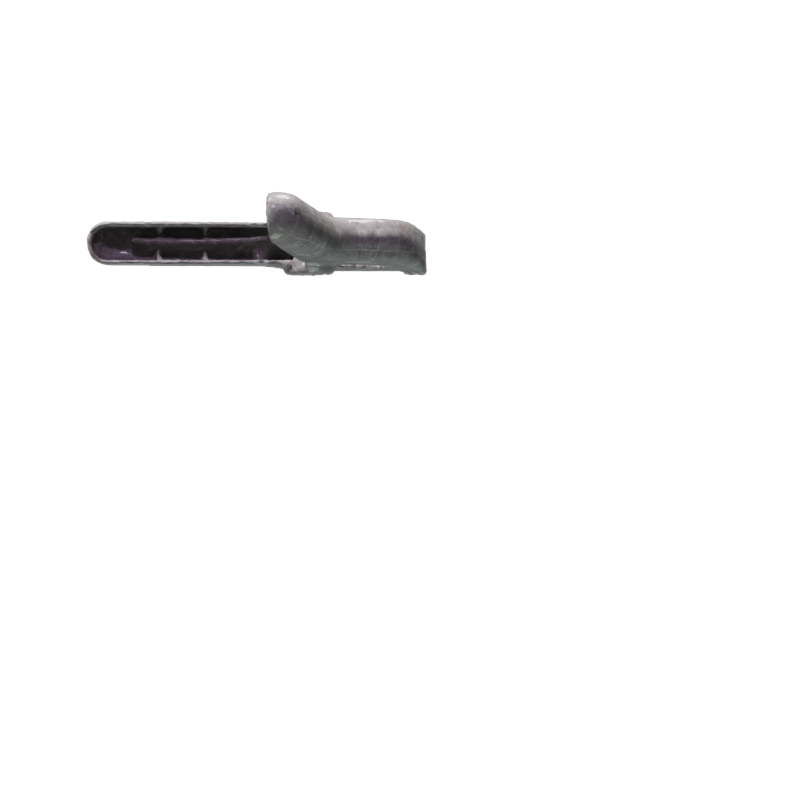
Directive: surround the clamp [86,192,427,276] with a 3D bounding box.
[{"bbox_3d":[-0.050,-0.091,0.635,0.202,0.037,0.170,-2,3,-40],"label":"clamp"}]
